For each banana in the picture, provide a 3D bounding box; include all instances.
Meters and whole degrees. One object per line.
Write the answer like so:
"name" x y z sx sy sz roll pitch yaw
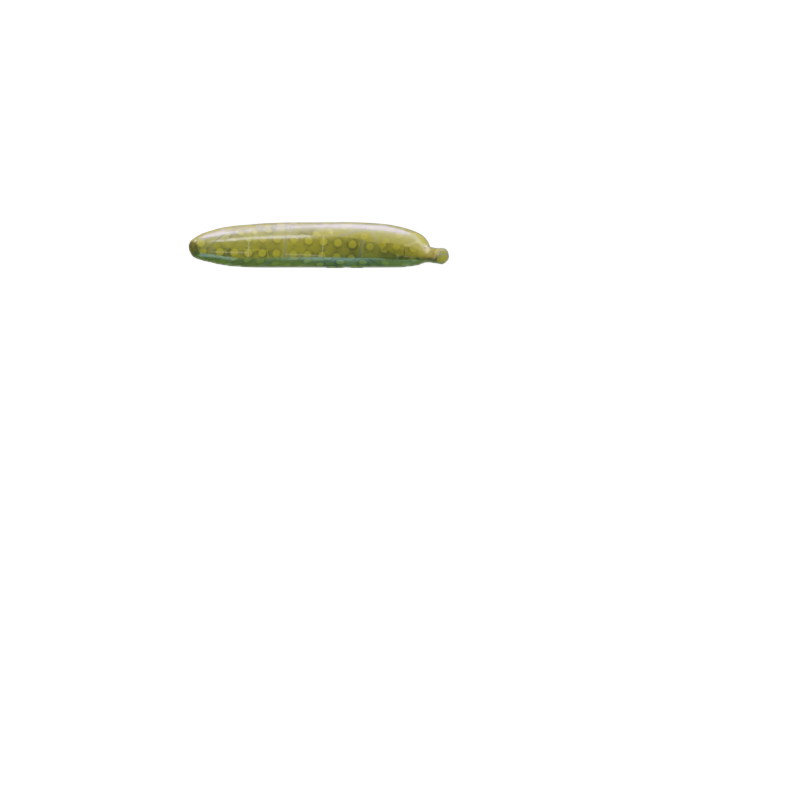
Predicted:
"banana" -0.064 -0.123 0.871 0.198 0.037 0.069 0 1 1
